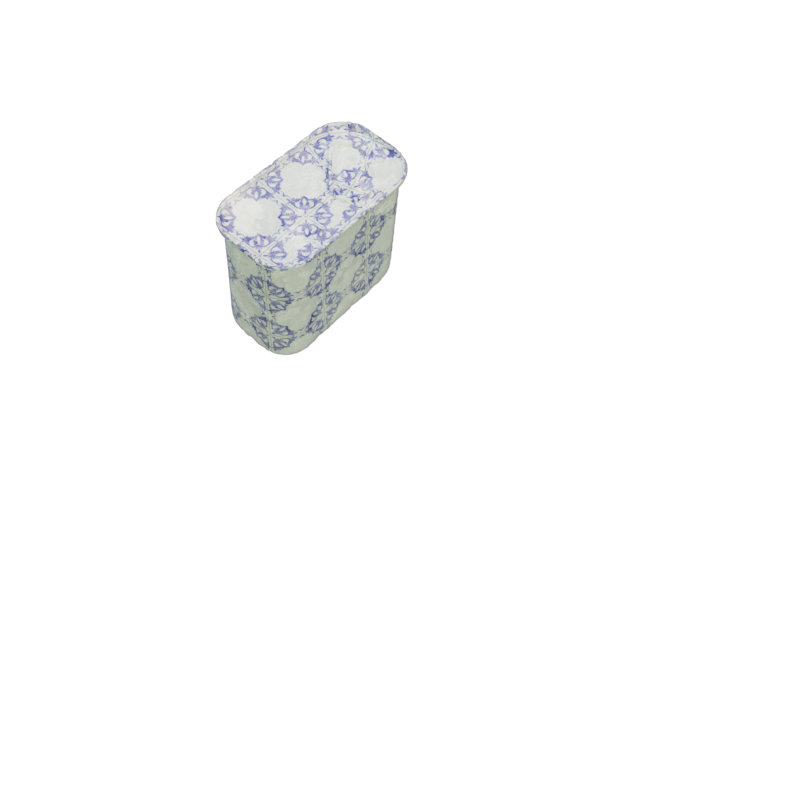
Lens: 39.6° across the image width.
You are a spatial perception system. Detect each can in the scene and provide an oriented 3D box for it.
[{"bbox_3d":[-0.046,-0.084,0.586,0.061,0.103,0.078,37,-28,20],"label":"can"}]
